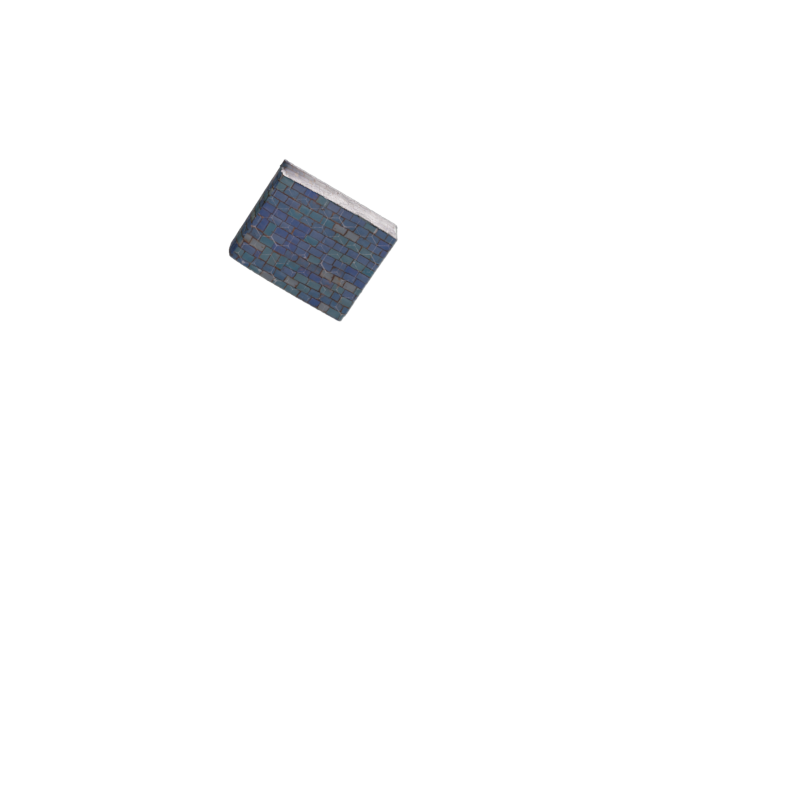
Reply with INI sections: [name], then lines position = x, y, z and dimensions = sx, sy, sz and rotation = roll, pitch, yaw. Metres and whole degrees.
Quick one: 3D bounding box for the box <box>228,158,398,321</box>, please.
[box]
position = -0.071, -0.130, 0.912
dimensions = 0.110, 0.088, 0.041
rotation = 30, 21, -13
